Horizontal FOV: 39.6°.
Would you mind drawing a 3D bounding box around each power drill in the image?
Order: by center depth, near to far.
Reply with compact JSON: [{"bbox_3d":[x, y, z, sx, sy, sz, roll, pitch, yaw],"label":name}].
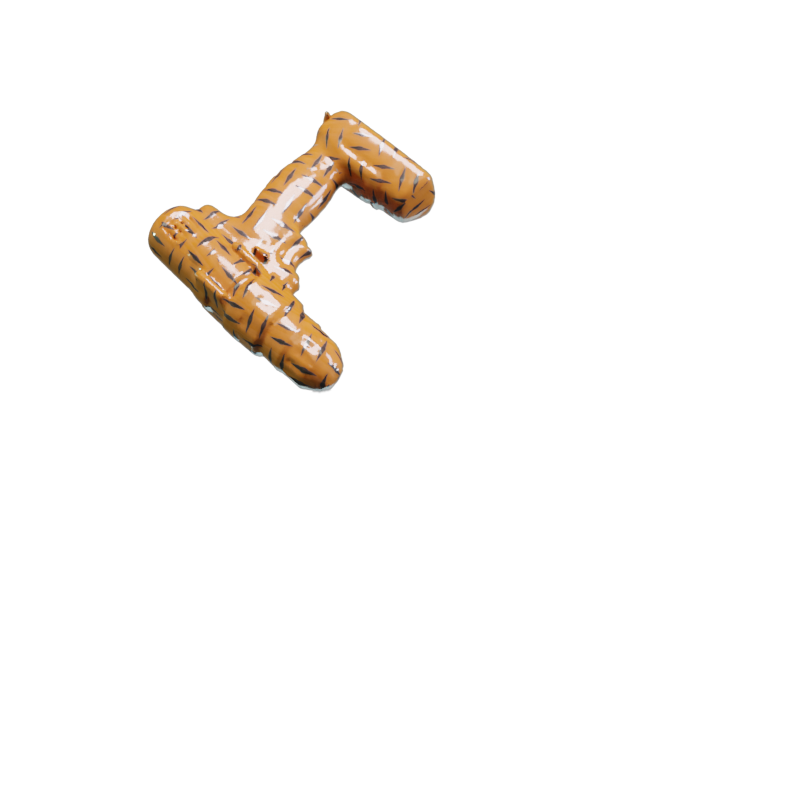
[{"bbox_3d":[-0.064,-0.116,0.813,0.190,0.194,0.054,-41,-22,-21],"label":"power drill"}]
